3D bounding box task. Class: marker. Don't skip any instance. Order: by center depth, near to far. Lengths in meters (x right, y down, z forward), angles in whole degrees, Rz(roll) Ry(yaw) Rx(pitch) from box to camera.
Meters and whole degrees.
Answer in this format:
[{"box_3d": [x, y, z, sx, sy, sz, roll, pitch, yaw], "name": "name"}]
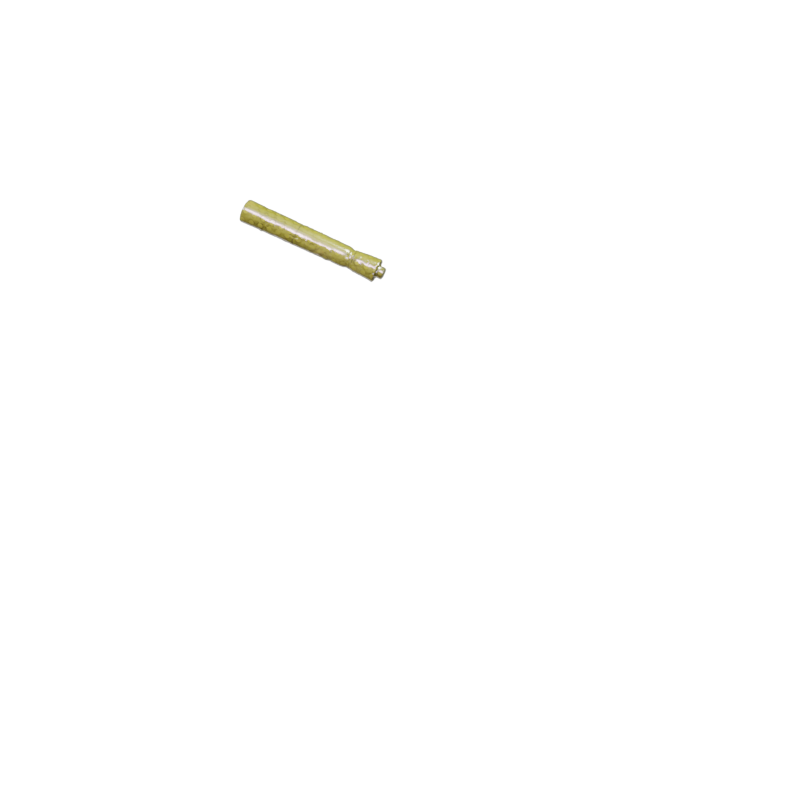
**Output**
[{"box_3d": [-0.067, -0.123, 0.859, 0.124, 0.019, 0.019, 26, 8, 11], "name": "marker"}]
